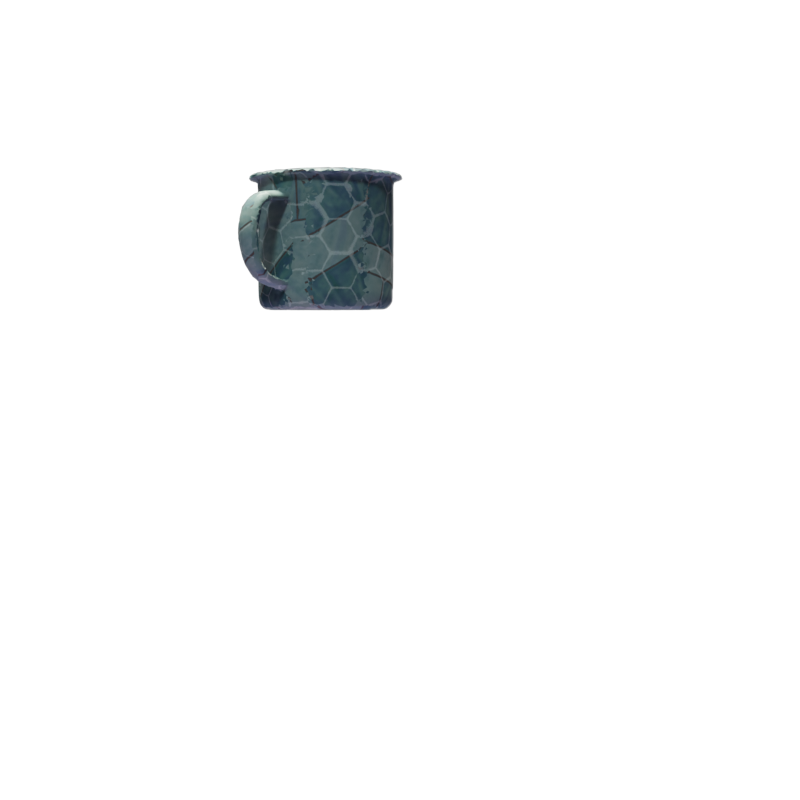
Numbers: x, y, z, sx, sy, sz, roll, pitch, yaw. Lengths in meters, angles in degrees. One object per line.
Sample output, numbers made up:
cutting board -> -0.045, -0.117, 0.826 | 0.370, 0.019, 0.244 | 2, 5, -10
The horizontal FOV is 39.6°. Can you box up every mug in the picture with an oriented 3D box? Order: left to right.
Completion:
mug -> -0.052, -0.095, 0.664 | 0.097, 0.082, 0.113 | 1, 3, 36
